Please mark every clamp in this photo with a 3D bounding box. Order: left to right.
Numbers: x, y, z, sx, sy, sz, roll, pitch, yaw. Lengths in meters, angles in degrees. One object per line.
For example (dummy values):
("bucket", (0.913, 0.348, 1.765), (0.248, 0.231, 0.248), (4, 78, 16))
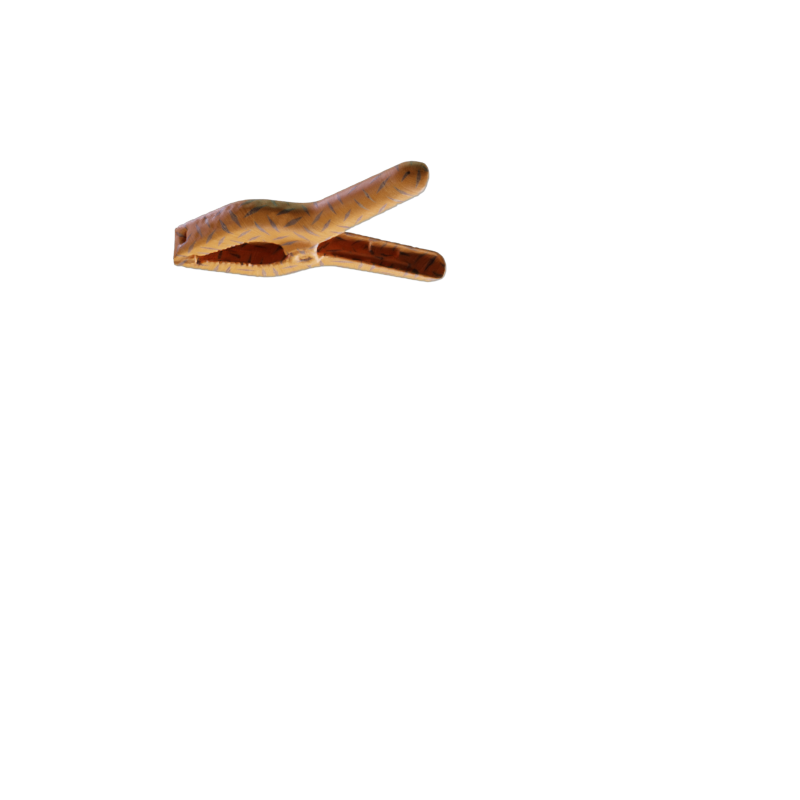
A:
("clamp", (-0.066, -0.120, 0.839), (0.213, 0.038, 0.154), (-6, -22, 14))
